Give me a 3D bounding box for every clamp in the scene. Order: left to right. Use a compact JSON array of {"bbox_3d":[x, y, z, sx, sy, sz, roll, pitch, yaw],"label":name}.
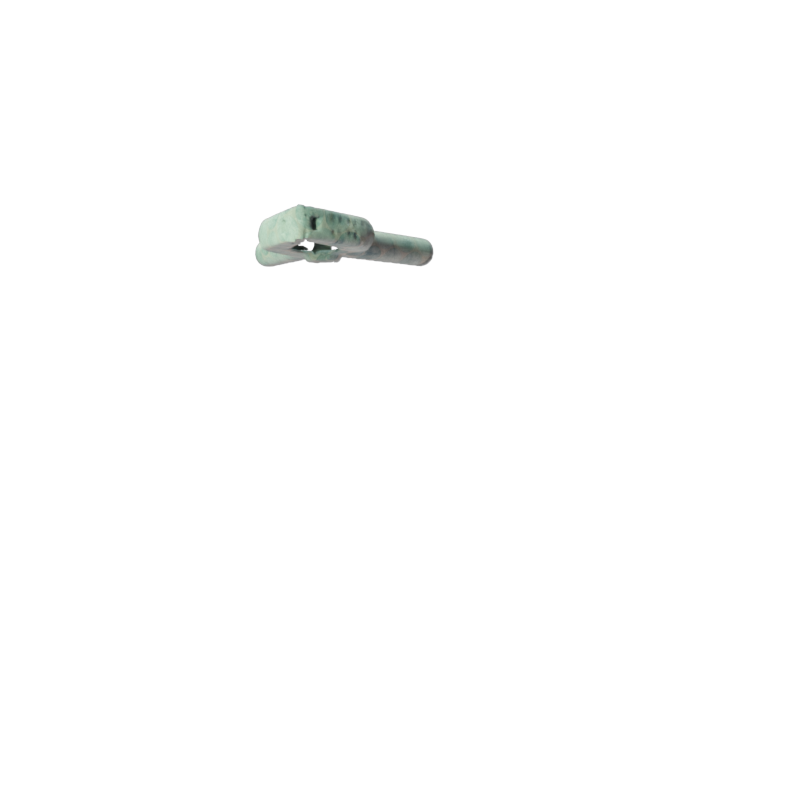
[{"bbox_3d":[-0.074,-0.134,0.940,0.168,0.037,0.204,0,0,17],"label":"clamp"}]
